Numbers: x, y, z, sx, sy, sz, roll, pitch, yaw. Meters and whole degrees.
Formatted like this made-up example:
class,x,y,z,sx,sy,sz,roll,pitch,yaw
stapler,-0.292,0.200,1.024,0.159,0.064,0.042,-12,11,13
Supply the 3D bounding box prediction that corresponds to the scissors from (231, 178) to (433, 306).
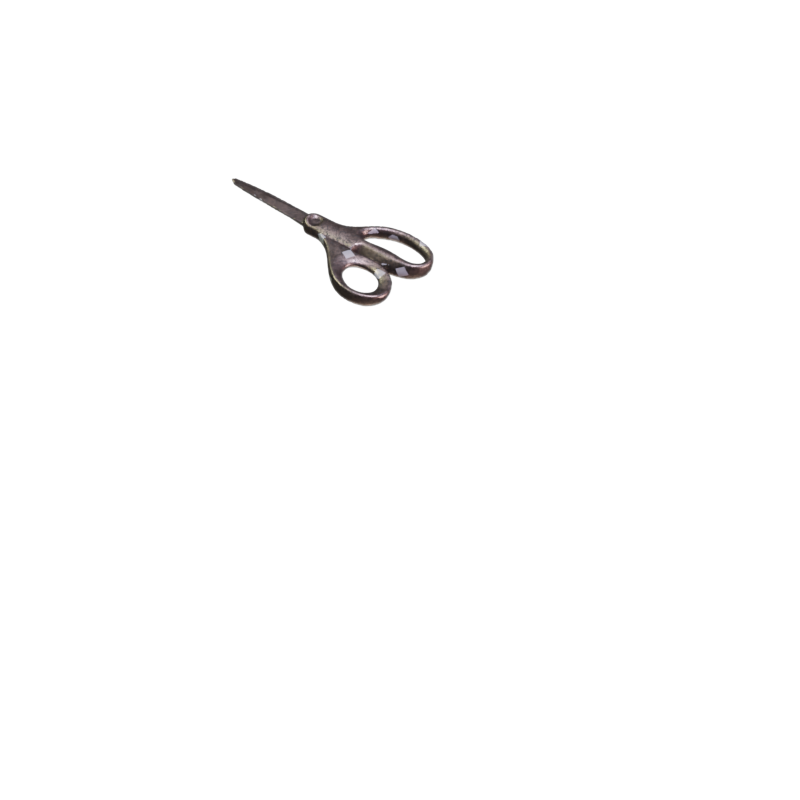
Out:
class,x,y,z,sx,sy,sz,roll,pitch,yaw
scissors,-0.073,-0.133,0.932,0.209,0.015,0.100,18,49,17
